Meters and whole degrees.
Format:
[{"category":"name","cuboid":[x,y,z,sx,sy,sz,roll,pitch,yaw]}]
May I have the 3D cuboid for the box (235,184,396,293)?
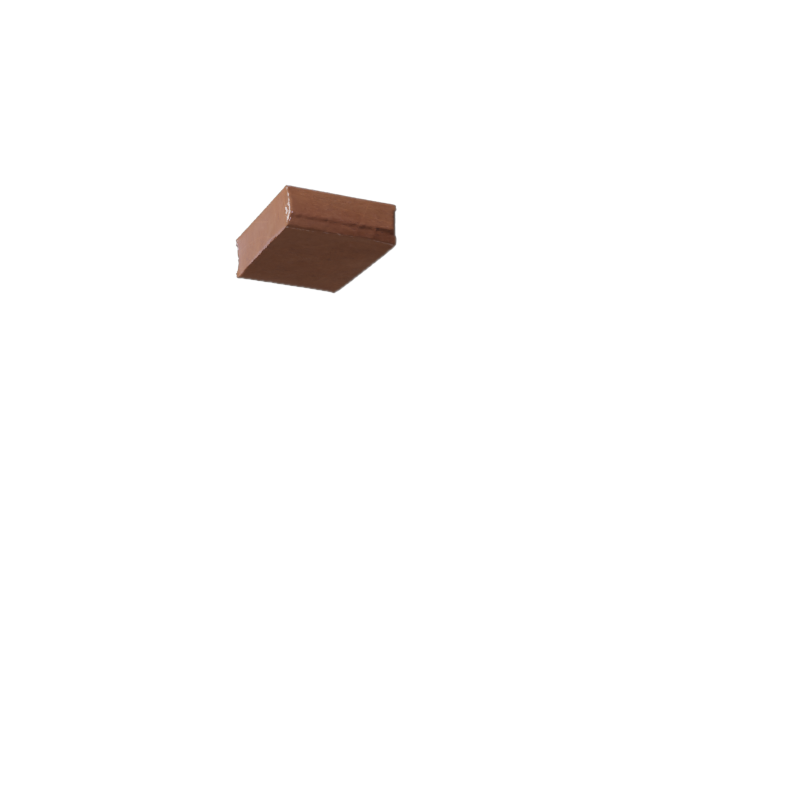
[{"category":"box","cuboid":[-0.066,-0.121,0.849,0.087,0.041,0.112,9,-21,-24]}]
